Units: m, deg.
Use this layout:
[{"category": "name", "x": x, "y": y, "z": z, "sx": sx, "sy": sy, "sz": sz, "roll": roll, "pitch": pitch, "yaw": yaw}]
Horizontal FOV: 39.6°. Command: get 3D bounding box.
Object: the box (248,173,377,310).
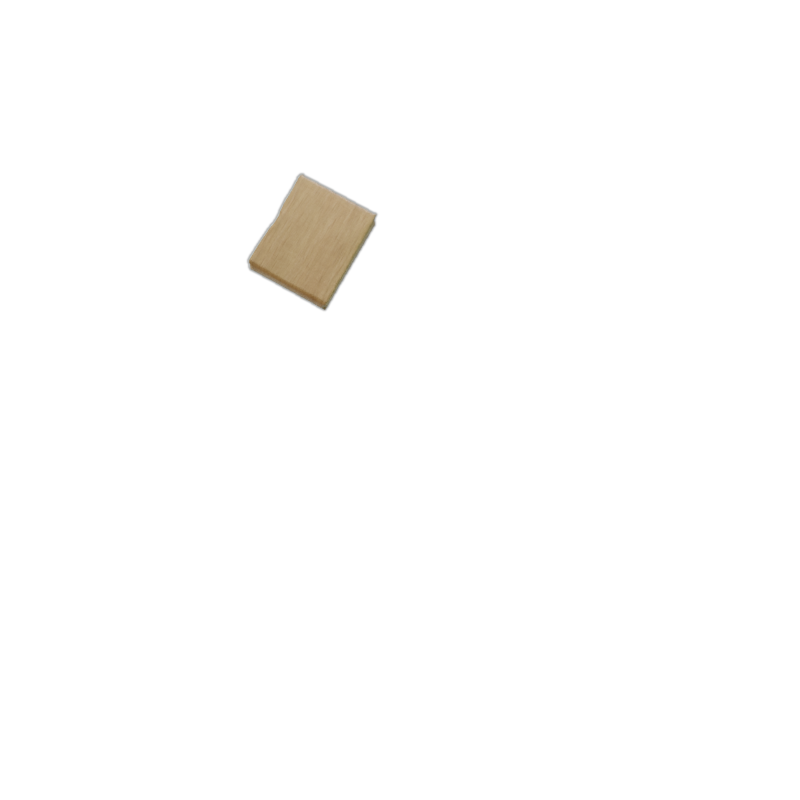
[{"category": "box", "x": -0.071, "y": -0.130, "z": 0.908, "sx": 0.074, "sy": 0.091, "sz": 0.029, "roll": 28, "pitch": -13, "yaw": 7}]
